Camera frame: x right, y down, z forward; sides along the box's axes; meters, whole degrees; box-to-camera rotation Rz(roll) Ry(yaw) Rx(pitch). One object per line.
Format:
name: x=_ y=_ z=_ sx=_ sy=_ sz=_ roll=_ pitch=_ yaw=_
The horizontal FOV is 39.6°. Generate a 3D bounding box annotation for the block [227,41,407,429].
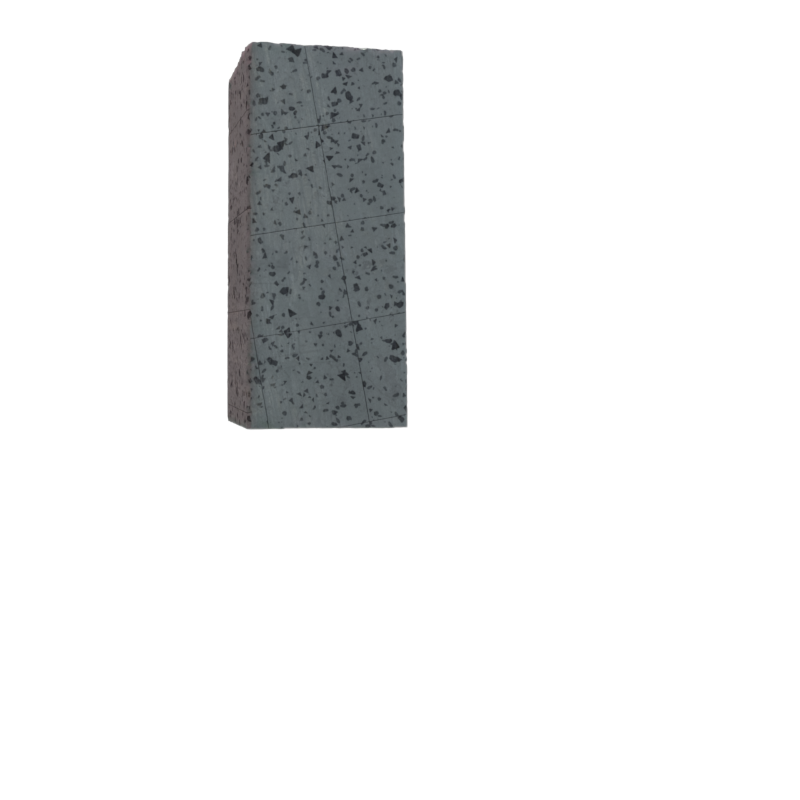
block: x=-0.050 y=-0.091 z=0.635 sx=0.089 sy=0.209 sz=0.091 roll=1 pitch=-5 yaw=-14
